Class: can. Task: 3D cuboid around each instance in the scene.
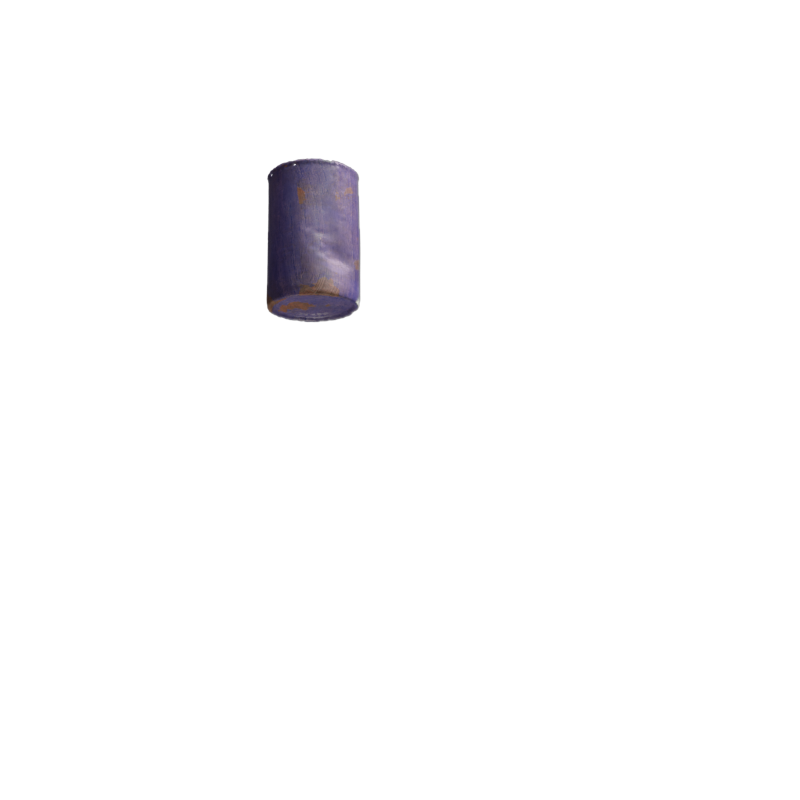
[{"bbox_3d":[-0.063,-0.115,0.803,0.068,0.107,0.066,0,-18,-2],"label":"can"}]
